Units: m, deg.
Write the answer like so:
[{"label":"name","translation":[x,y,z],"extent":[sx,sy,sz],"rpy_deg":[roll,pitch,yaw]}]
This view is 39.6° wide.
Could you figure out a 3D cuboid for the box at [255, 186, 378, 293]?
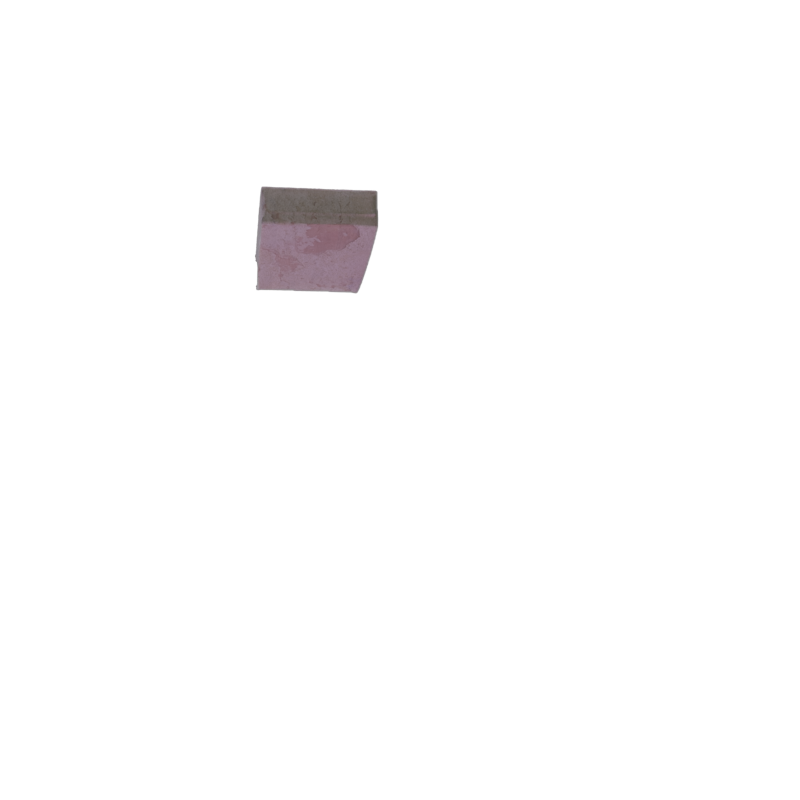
[{"label":"box","translation":[-0.069,-0.125,0.878],"extent":[0.089,0.041,0.108],"rpy_deg":[3,-26,-7]}]
